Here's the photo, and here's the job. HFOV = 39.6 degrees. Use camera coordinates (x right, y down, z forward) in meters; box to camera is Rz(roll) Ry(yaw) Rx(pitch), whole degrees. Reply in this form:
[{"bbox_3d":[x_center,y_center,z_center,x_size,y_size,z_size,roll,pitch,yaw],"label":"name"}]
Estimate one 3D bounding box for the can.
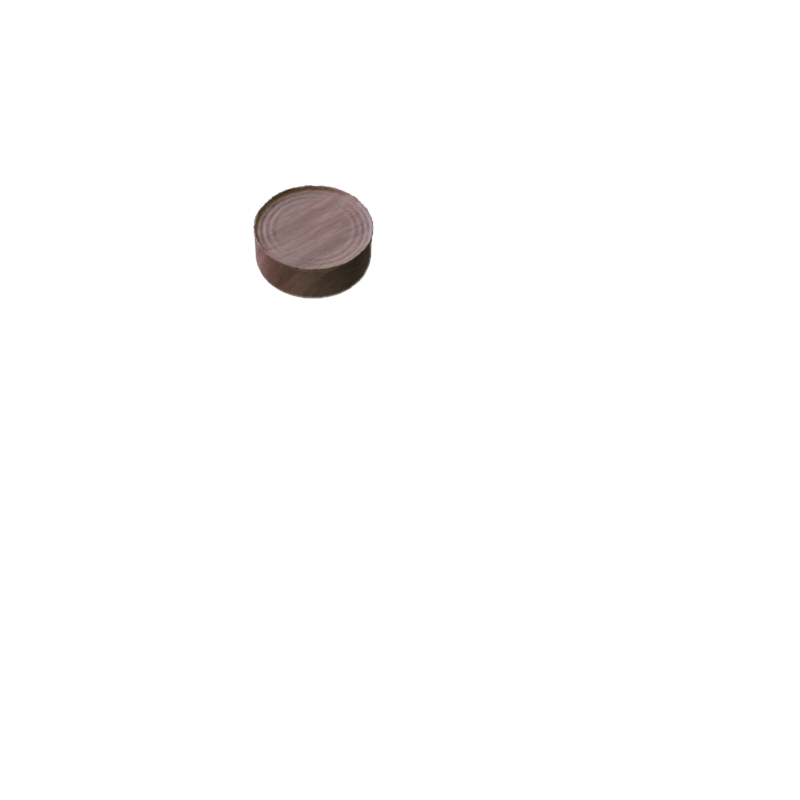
[{"bbox_3d":[-0.063,-0.114,0.801,0.086,0.092,0.031,-1,-41,-1],"label":"can"}]
